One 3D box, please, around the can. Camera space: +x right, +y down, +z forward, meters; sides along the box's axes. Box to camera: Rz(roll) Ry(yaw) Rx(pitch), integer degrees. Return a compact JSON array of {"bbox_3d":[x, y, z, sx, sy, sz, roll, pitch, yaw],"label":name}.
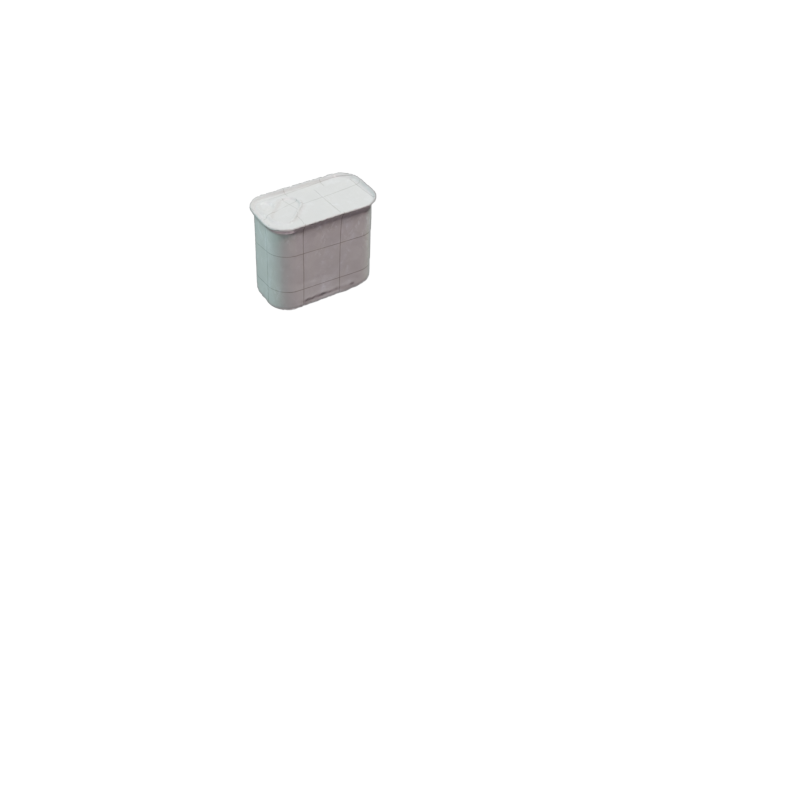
[{"bbox_3d":[-0.072,-0.132,0.922,0.101,0.078,0.062,-21,43,-25],"label":"can"}]
